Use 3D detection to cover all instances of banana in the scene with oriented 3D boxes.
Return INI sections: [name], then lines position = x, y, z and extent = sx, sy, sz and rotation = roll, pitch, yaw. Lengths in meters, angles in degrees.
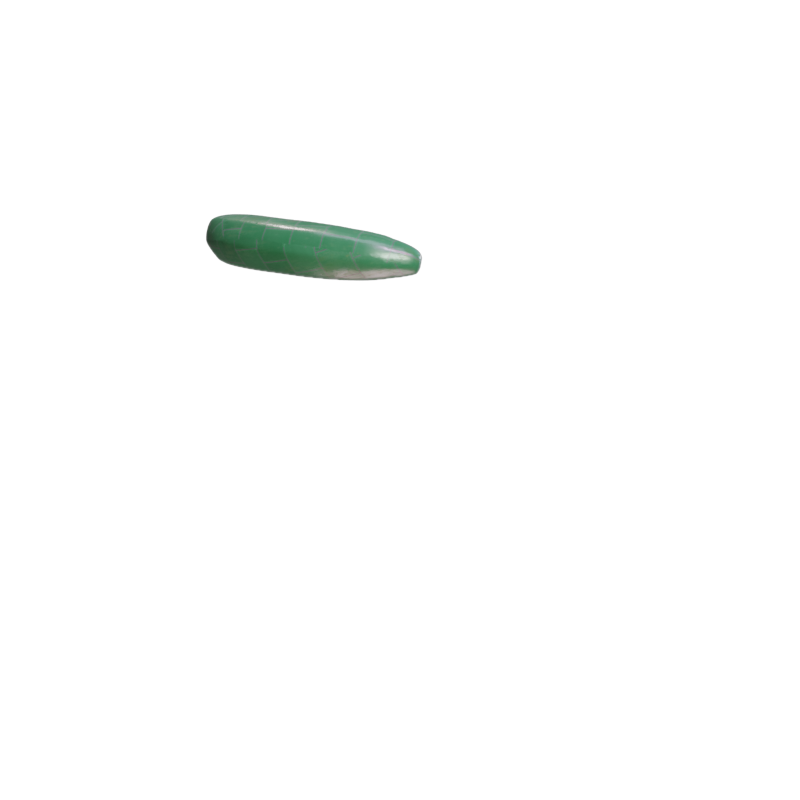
[banana]
position = -0.076, -0.107, 0.758
extent = 0.068, 0.036, 0.208
rotation = -12, 19, -41
